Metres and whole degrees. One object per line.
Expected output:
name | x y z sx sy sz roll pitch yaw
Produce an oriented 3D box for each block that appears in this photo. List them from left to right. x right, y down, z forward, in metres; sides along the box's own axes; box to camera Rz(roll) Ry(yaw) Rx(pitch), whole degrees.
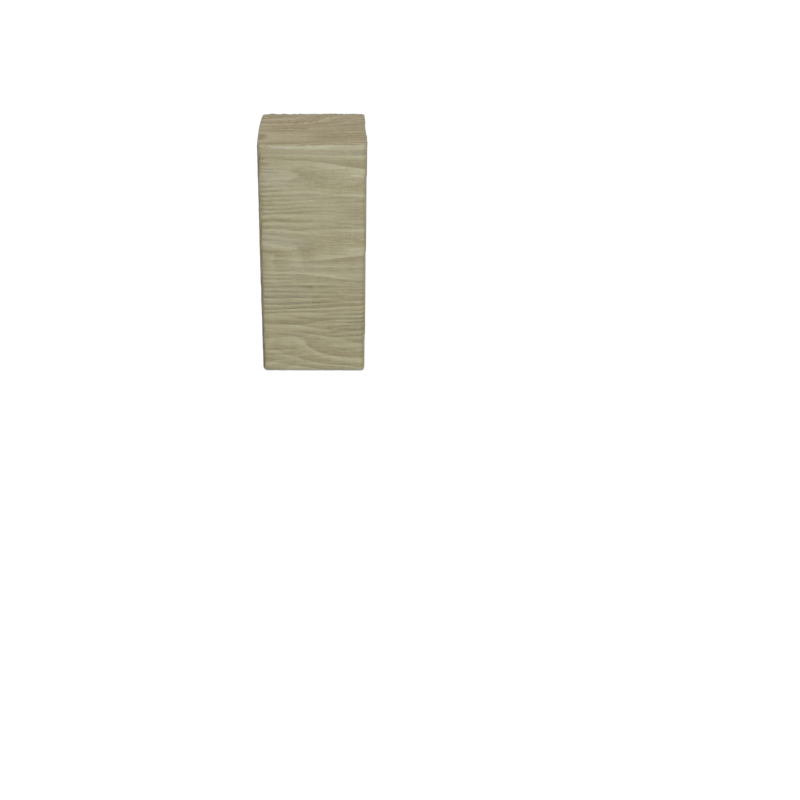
block | -0.075 -0.137 0.961 0.091 0.195 0.095 1 26 -2
